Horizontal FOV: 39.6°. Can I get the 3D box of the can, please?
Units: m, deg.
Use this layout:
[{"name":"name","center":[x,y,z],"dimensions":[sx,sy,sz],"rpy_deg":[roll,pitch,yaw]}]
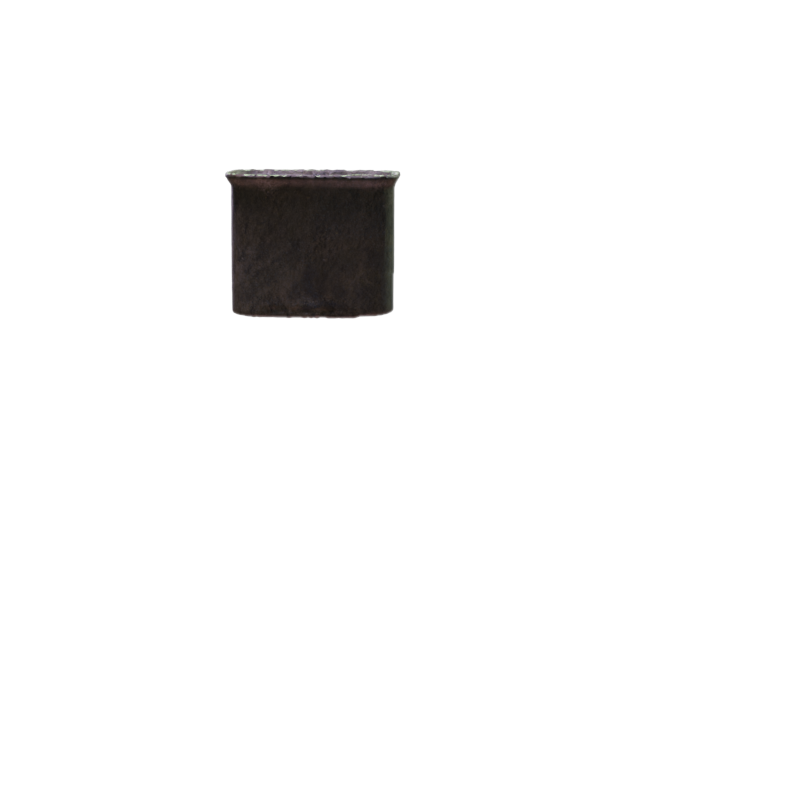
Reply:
[{"name":"can","center":[-0.052,-0.094,0.660],"dimensions":[0.103,0.082,0.058],"rpy_deg":[1,10,5]}]
